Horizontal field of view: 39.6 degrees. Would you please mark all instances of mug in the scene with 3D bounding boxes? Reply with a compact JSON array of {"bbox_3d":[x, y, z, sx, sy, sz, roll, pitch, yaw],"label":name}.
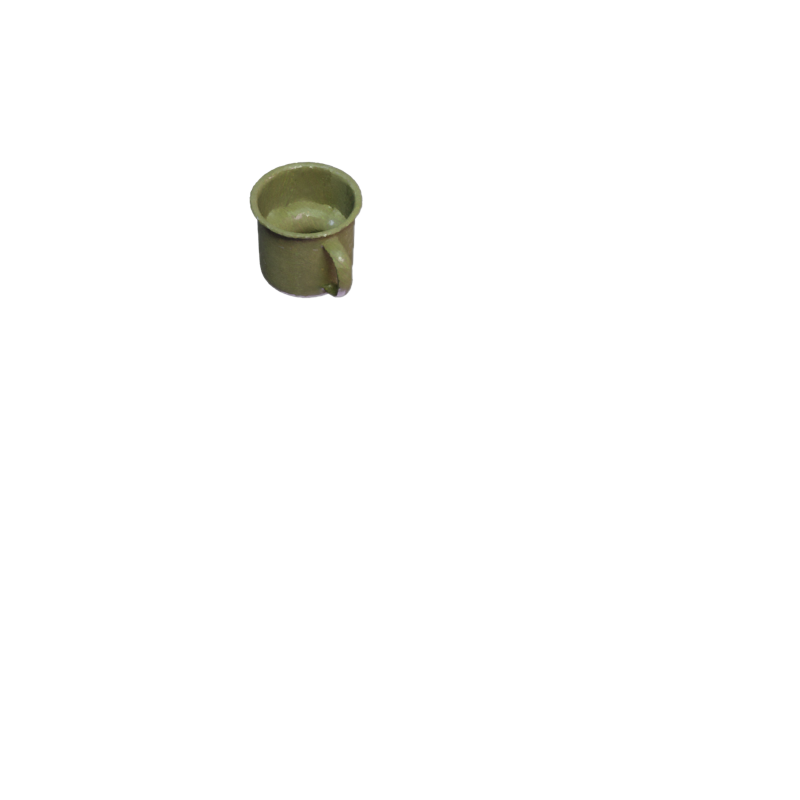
[{"bbox_3d":[-0.073,-0.133,0.930,0.093,0.076,0.126,-24,53,-22],"label":"mug"}]
